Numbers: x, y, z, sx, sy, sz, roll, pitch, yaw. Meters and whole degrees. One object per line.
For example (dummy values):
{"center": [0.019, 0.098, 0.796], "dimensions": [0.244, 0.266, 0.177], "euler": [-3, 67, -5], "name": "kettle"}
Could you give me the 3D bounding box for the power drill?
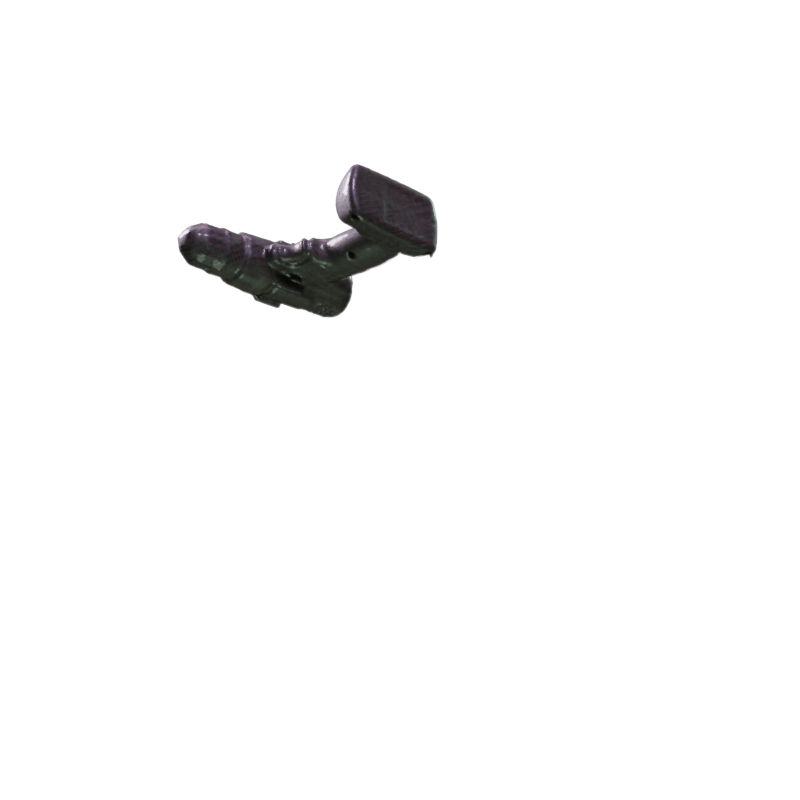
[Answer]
{"center": [-0.076, -0.138, 0.969], "dimensions": [0.174, 0.060, 0.189], "euler": [17, -27, -39], "name": "power drill"}
